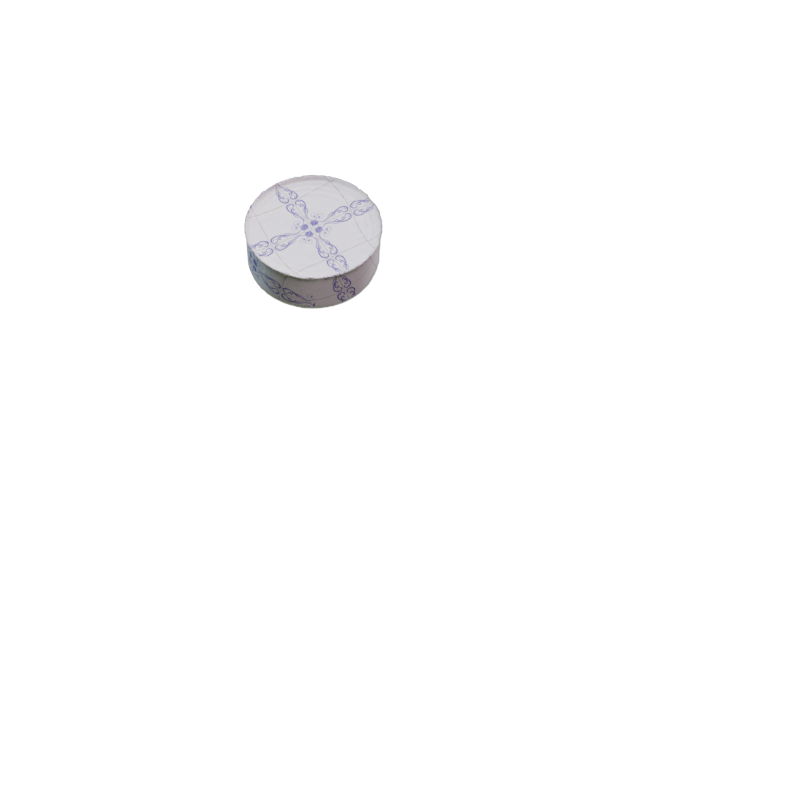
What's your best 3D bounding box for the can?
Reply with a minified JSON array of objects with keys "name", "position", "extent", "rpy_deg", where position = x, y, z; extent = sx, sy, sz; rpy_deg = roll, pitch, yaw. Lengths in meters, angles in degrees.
[{"name":"can","position":[-0.055,-0.100,0.699],"extent":[0.086,0.092,0.031],"rpy_deg":[-1,-38,-1]}]
